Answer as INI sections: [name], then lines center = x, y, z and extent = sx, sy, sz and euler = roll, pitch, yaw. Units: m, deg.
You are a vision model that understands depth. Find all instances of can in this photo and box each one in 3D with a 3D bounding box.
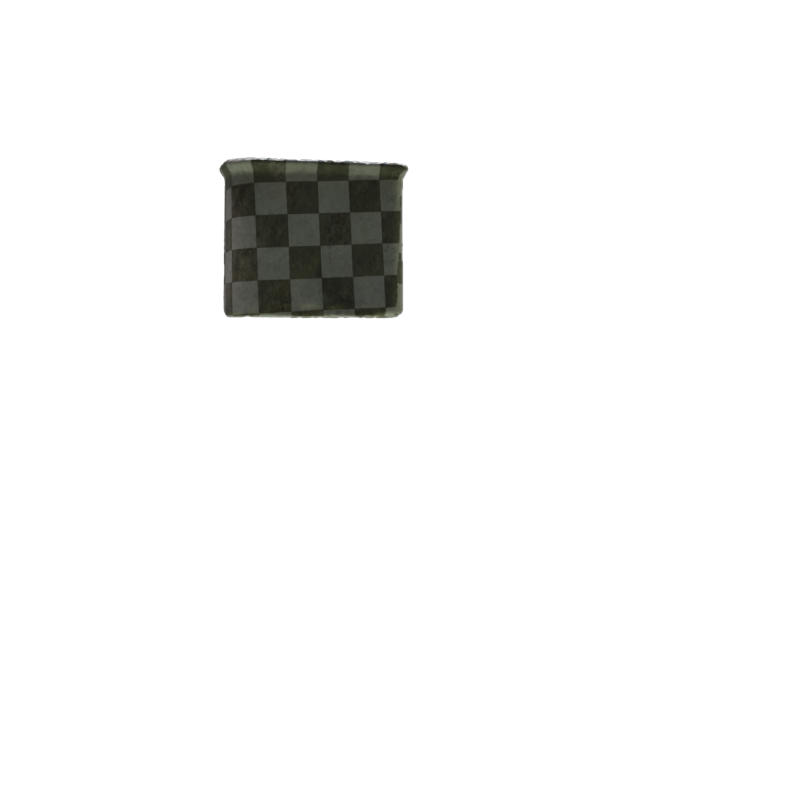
[can]
center = -0.048, -0.087, 0.609
extent = 0.100, 0.084, 0.058
euler = 0, -1, -14
